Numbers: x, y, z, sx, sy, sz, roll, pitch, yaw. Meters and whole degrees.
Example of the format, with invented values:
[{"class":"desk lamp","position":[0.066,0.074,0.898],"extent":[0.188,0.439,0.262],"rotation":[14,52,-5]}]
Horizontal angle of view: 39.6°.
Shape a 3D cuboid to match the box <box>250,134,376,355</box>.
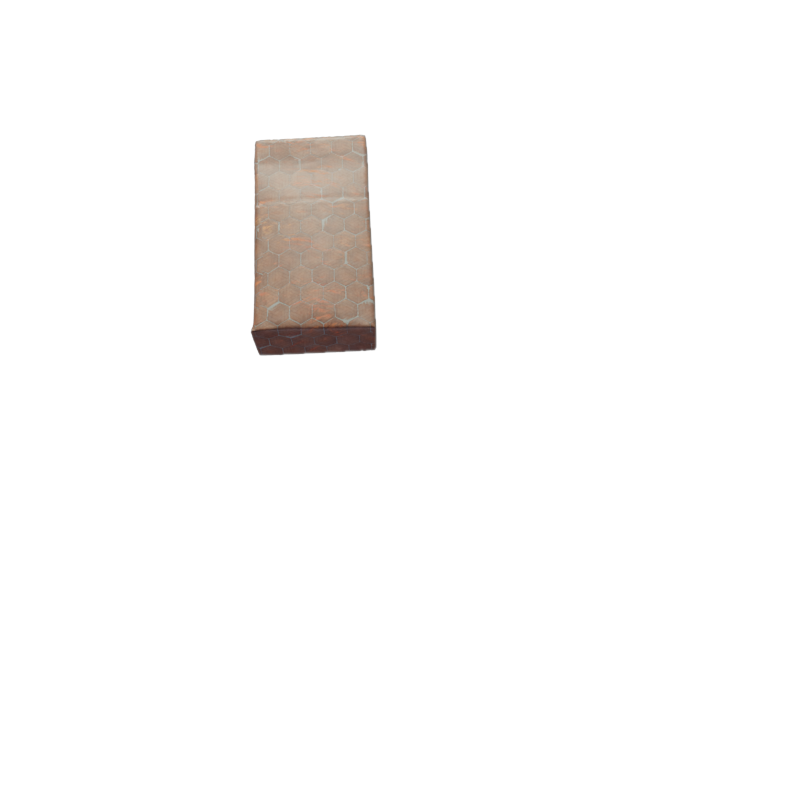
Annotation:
[{"class":"box","position":[-0.068,-0.124,0.870],"extent":[0.094,0.188,0.045],"rotation":[-3,-31,2]}]
